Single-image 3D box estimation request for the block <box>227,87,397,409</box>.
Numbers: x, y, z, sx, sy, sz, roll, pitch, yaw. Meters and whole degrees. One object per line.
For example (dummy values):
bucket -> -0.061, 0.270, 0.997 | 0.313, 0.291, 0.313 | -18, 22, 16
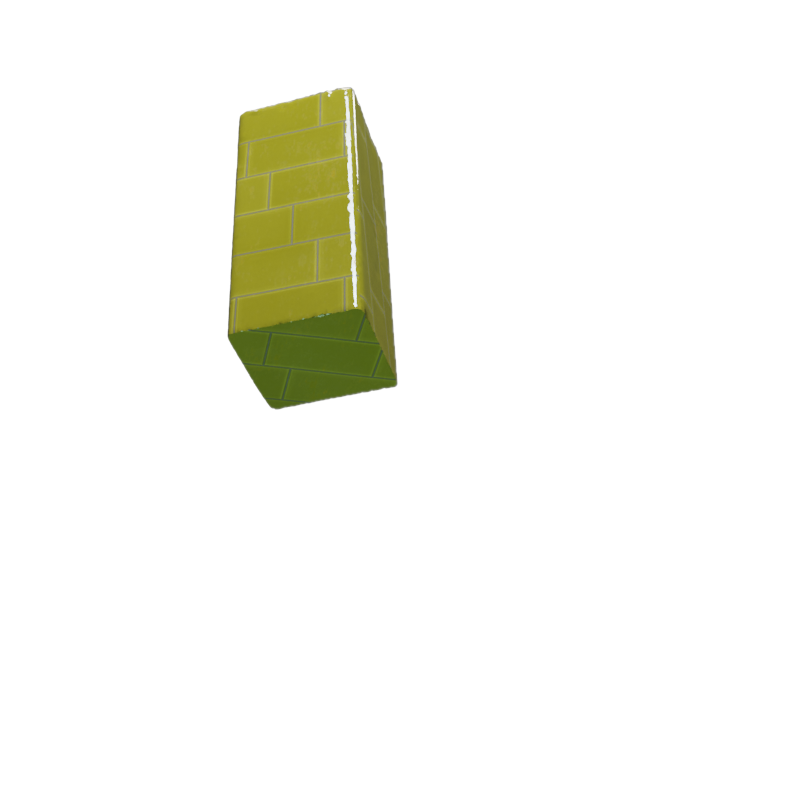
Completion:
block -> -0.061, -0.111, 0.773 | 0.091, 0.221, 0.083 | -12, -39, 11
